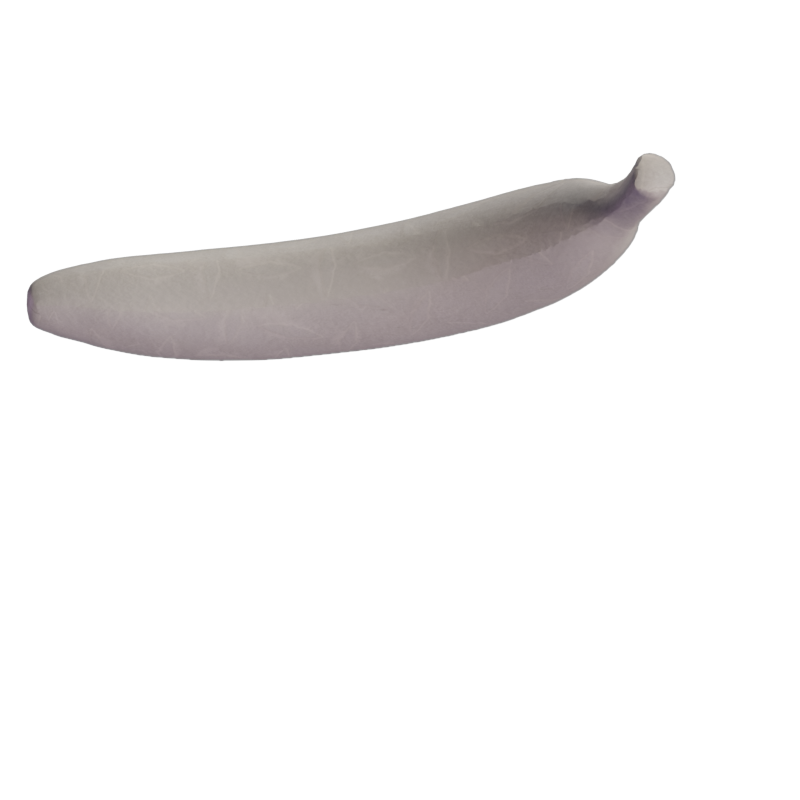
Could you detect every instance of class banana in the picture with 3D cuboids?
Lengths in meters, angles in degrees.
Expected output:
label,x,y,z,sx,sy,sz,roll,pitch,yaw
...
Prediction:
label,x,y,z,sx,sy,sz,roll,pitch,yaw
banana,-0.015,-0.040,0.338,0.201,0.039,0.064,-10,-28,20
